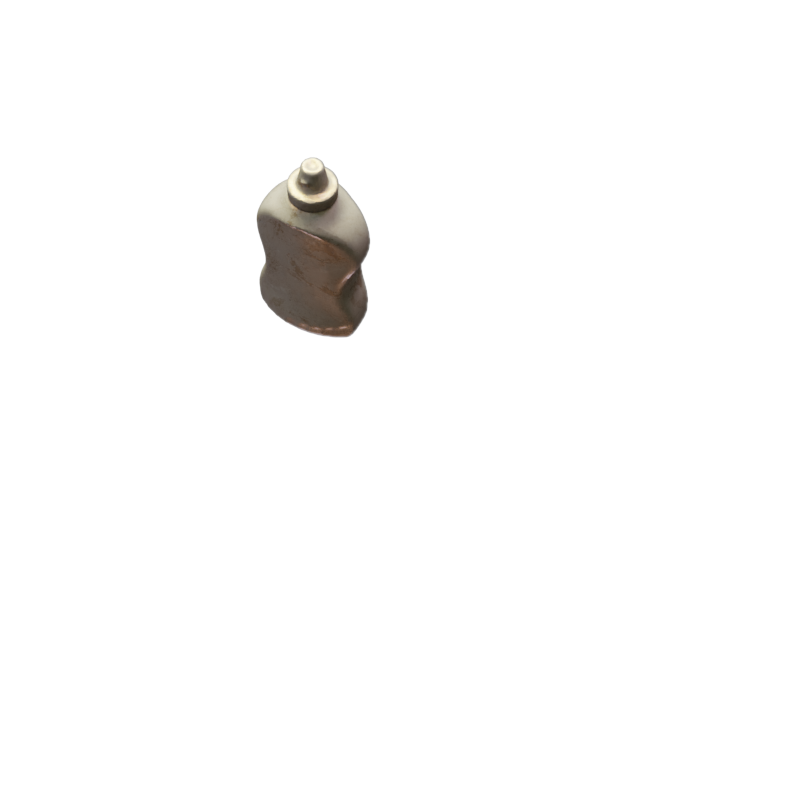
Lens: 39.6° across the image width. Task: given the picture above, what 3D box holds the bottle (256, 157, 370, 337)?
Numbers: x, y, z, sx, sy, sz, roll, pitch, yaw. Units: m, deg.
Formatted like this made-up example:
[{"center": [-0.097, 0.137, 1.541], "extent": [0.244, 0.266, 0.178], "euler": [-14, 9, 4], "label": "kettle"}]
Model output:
[{"center": [-0.073, -0.132, 0.923], "extent": [0.099, 0.060, 0.179], "euler": [27, -31, 14], "label": "bottle"}]
